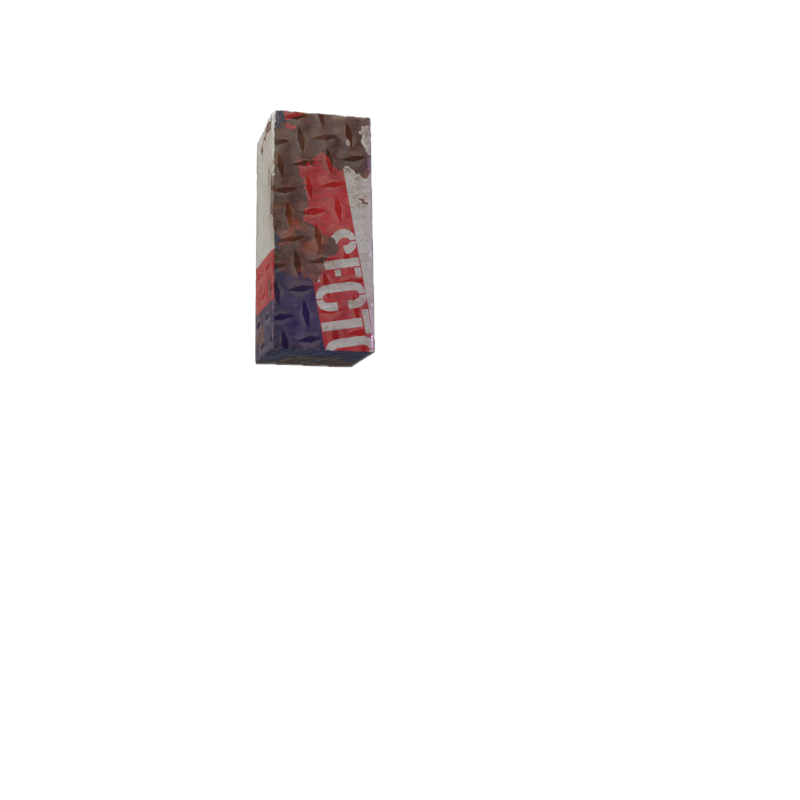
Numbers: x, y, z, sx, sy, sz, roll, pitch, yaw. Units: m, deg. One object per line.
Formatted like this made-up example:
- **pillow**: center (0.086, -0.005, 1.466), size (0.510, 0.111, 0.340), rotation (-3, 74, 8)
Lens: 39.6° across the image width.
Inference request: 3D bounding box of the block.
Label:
- **block**: center (-0.077, -0.139, 0.970), size (0.088, 0.213, 0.089), rotation (2, -14, -14)
